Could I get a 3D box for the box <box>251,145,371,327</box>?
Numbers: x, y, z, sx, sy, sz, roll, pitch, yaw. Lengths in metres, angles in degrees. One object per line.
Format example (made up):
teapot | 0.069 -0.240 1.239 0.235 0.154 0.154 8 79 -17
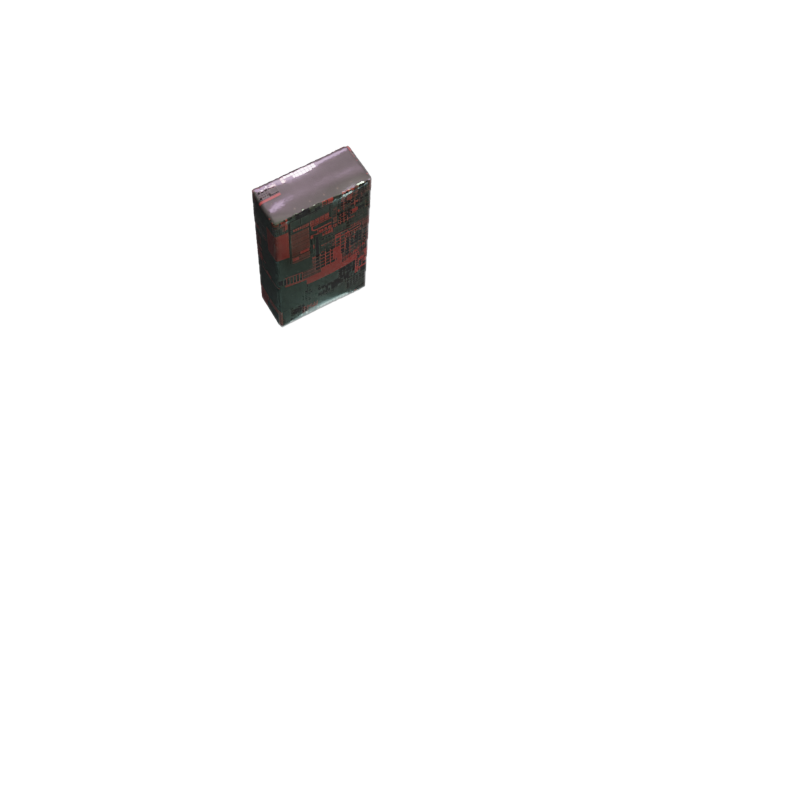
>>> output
box | -0.075 -0.136 0.955 0.093 0.051 0.167 -28 -18 -15
